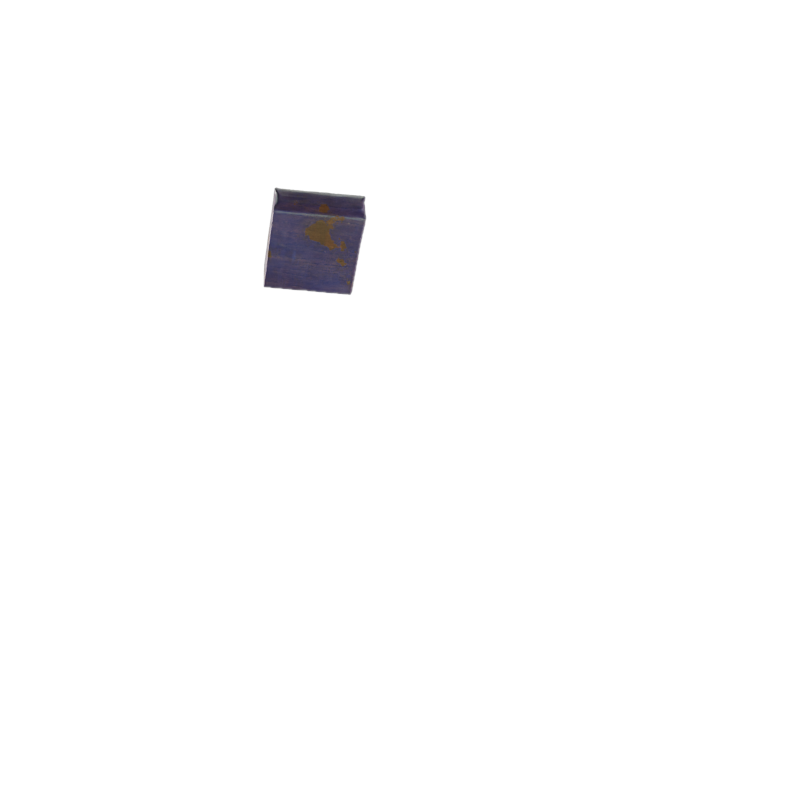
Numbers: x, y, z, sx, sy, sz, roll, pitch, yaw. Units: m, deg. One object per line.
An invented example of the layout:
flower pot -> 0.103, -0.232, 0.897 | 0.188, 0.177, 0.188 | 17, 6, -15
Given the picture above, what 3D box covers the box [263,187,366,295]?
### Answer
box -> -0.069, -0.127, 0.886 | 0.072, 0.032, 0.084 | 5, -44, -6
